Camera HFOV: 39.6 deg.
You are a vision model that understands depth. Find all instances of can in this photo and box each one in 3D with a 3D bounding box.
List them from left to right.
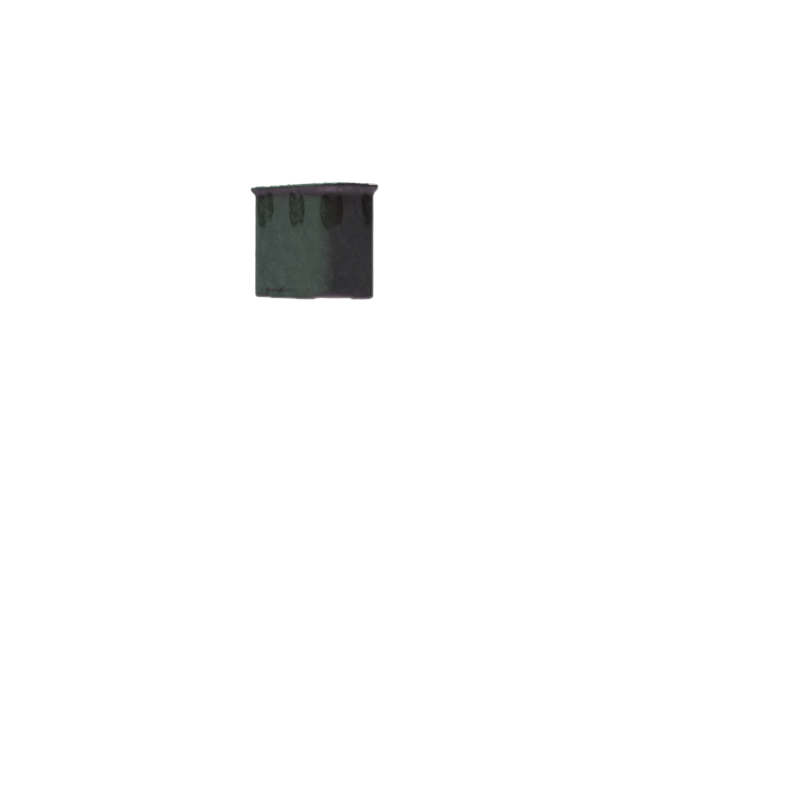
[{"bbox_3d":[-0.065,-0.118,0.826,0.055,0.083,0.106,-2,5,-45],"label":"can"}]
